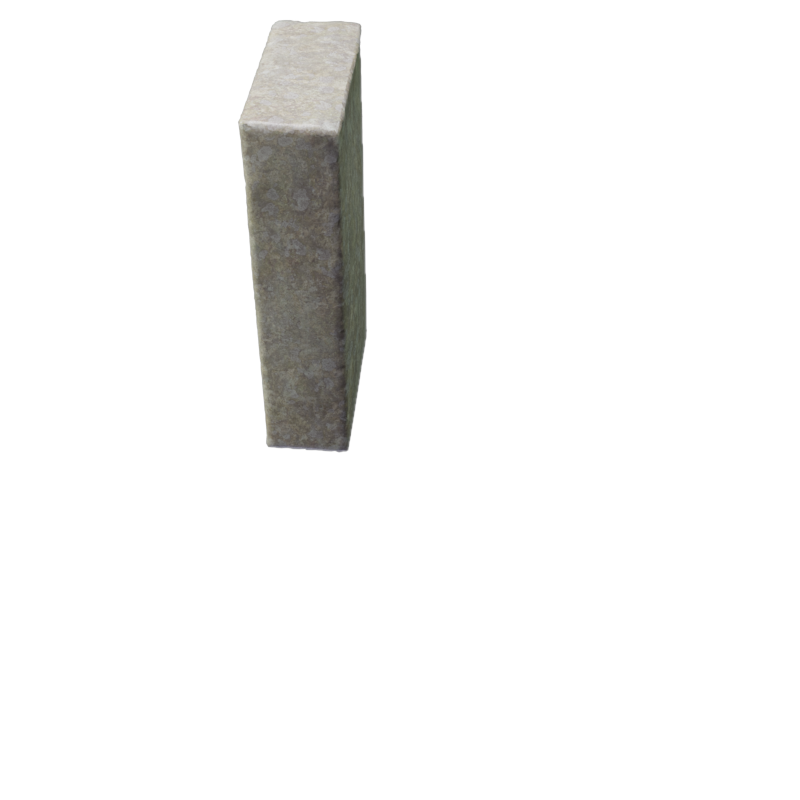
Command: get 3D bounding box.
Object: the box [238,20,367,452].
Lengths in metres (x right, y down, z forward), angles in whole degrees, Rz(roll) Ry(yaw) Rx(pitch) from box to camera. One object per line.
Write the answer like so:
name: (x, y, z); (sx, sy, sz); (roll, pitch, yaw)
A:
box: (-0.039, -0.071, 0.500); (0.048, 0.164, 0.099); (5, 41, 1)
